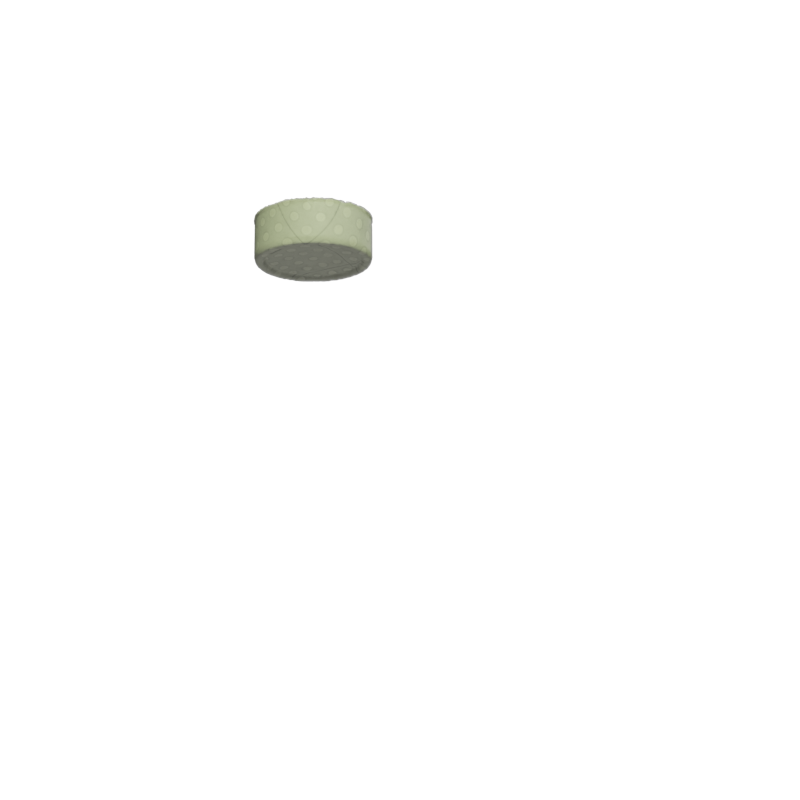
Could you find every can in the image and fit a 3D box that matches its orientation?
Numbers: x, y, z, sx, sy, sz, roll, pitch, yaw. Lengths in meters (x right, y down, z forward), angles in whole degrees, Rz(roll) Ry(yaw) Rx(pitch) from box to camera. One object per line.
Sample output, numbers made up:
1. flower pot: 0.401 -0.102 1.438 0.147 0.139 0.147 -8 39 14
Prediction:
1. can: -0.062 -0.113 0.795 0.086 0.035 0.082 0 -15 -2
